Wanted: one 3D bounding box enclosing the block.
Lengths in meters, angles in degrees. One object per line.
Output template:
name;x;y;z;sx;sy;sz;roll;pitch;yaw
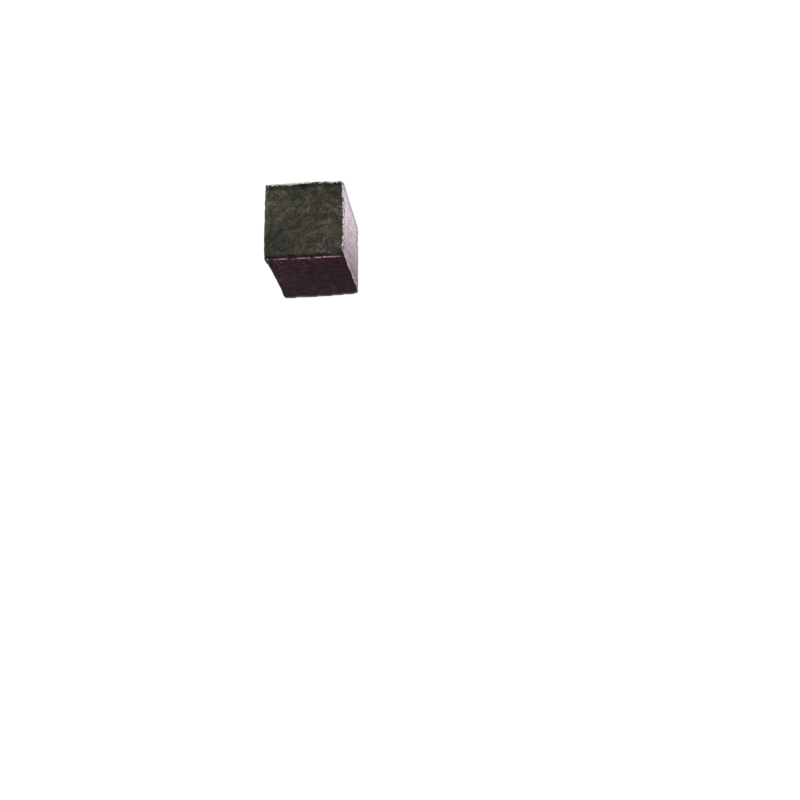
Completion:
block;-0.057;-0.104;0.728;0.053;0.054;0.074;-2;-17;5
